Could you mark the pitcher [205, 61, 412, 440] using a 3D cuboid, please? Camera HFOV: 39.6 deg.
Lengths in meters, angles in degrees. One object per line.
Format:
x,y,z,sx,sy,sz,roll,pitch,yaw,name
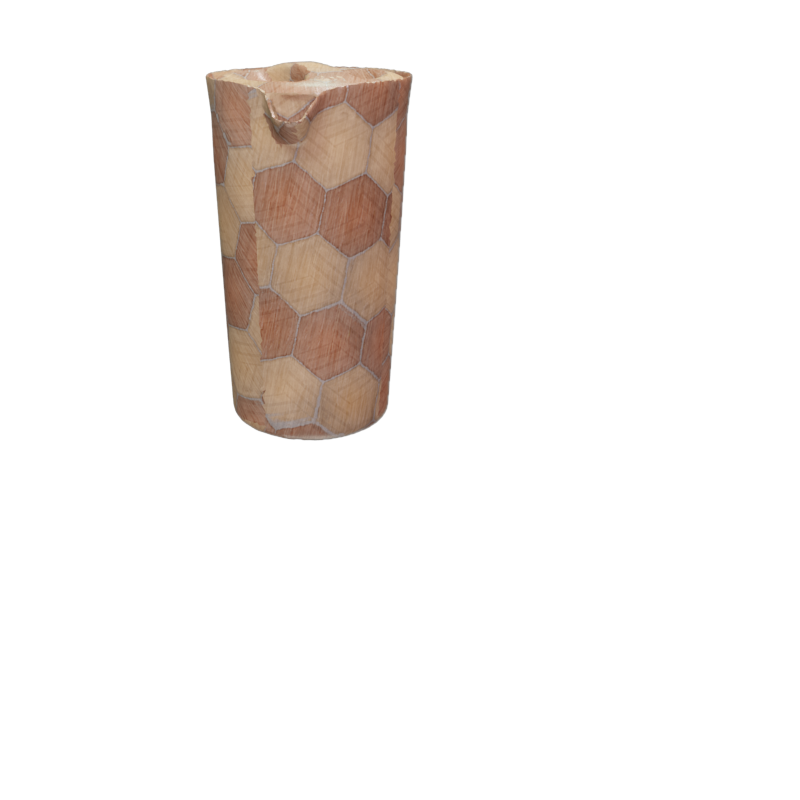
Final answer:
-0.059,-0.108,0.754,0.146,0.234,0.154,-13,22,-39,pitcher
